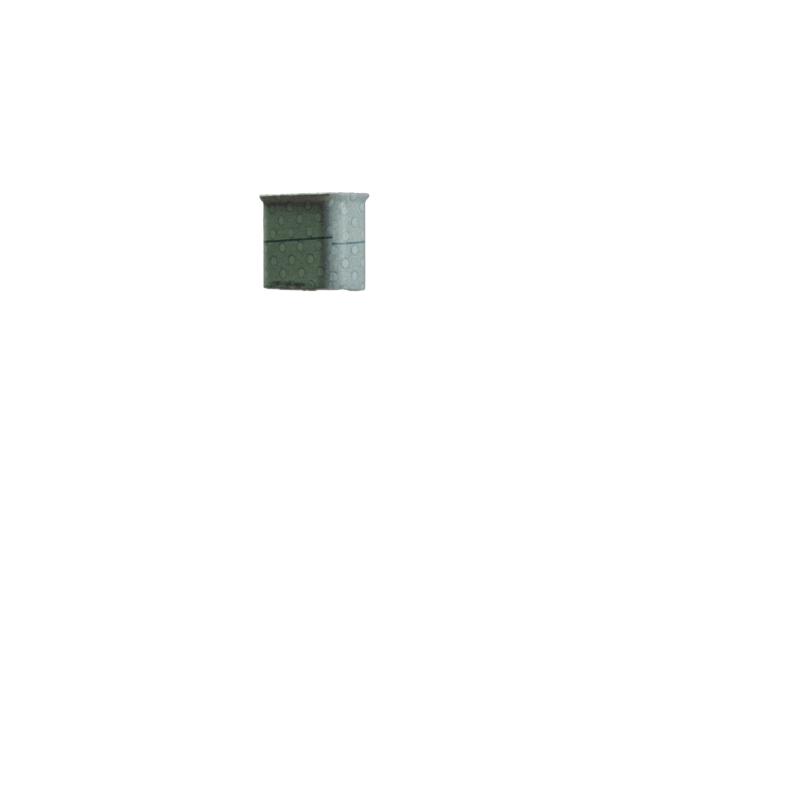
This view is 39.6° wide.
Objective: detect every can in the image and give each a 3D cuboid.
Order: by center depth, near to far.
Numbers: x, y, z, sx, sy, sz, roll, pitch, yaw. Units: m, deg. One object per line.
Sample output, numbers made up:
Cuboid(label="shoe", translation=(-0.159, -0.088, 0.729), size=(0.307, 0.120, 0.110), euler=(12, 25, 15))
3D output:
Cuboid(label="can", translation=(-0.076, -0.138, 0.969), size=(0.106, 0.083, 0.055), euler=(5, 5, 43))
